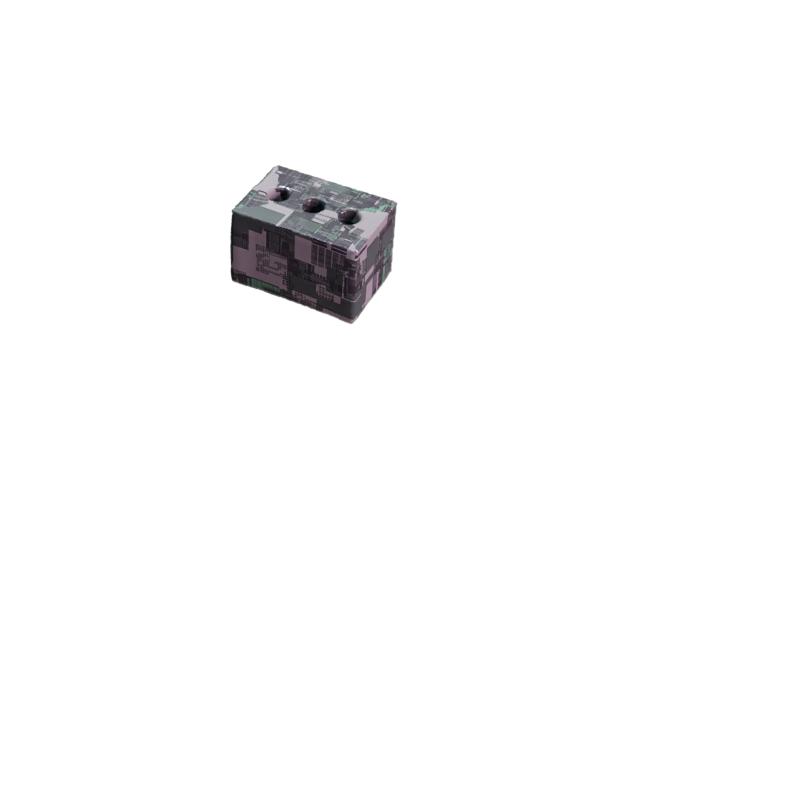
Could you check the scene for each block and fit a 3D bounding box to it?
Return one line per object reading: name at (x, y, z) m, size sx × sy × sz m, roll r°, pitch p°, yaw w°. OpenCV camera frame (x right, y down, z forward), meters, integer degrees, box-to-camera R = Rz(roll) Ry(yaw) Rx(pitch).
block at (-0.048, -0.087, 0.609) m, size 0.081 × 0.048 × 0.054 m, roll 19°, pitch 45°, yaw 19°
